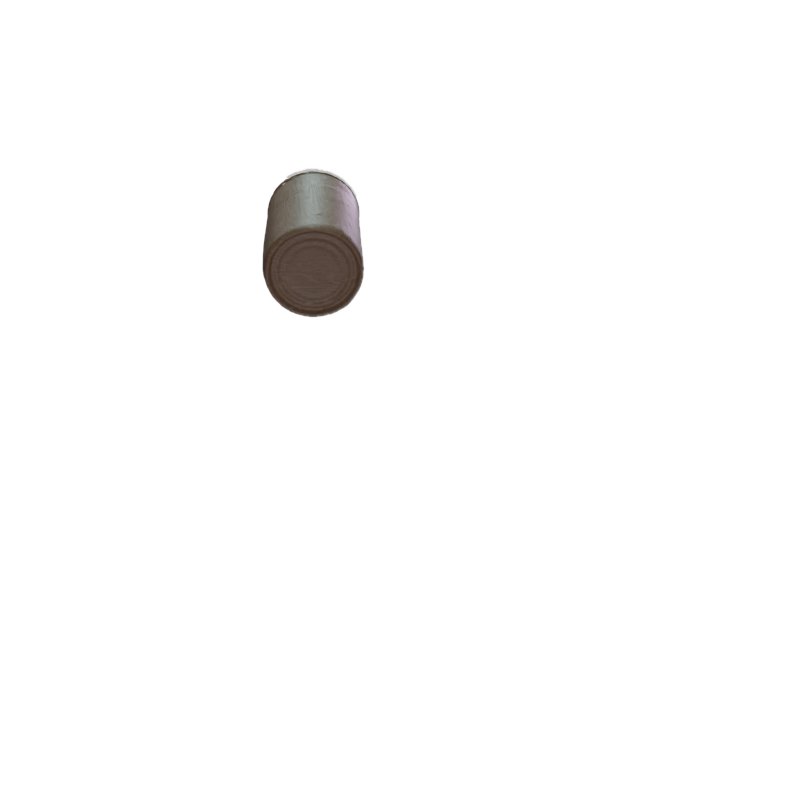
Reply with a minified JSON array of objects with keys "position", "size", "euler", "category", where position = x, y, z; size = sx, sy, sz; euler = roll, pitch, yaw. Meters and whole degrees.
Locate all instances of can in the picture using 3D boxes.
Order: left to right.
[{"position":[-0.060,-0.110,0.771],"size":[0.068,0.065,0.108],"euler":[0,29,-3],"category":"can"}]
